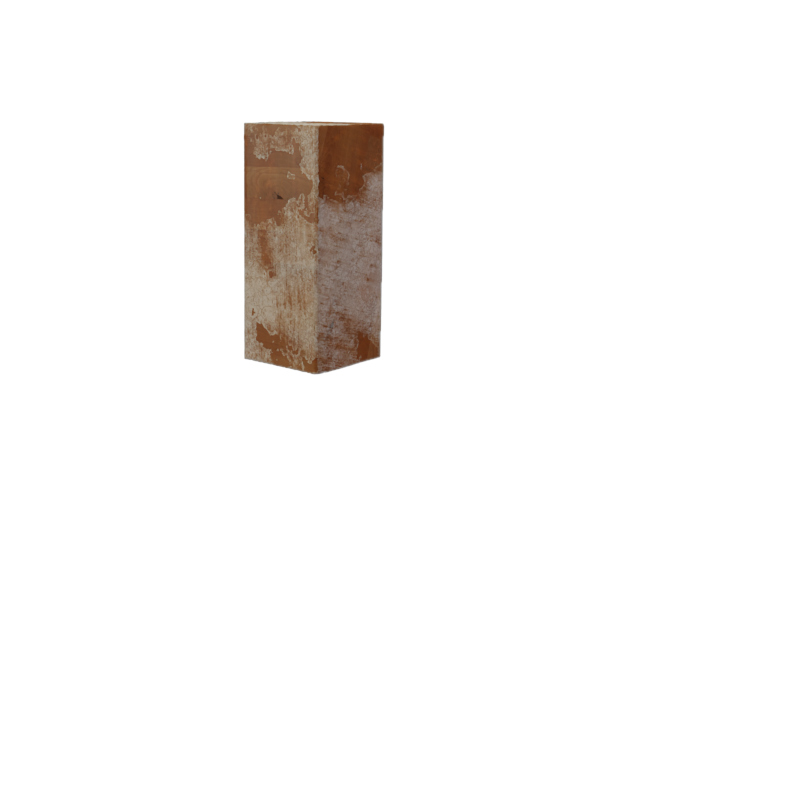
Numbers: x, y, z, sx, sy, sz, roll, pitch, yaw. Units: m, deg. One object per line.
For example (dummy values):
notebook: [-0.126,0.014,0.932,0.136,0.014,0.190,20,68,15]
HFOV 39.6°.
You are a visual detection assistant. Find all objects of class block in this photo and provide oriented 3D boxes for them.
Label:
block: [-0.075,-0.137,0.962,0.095,0.202,0.088,8,11,39]
